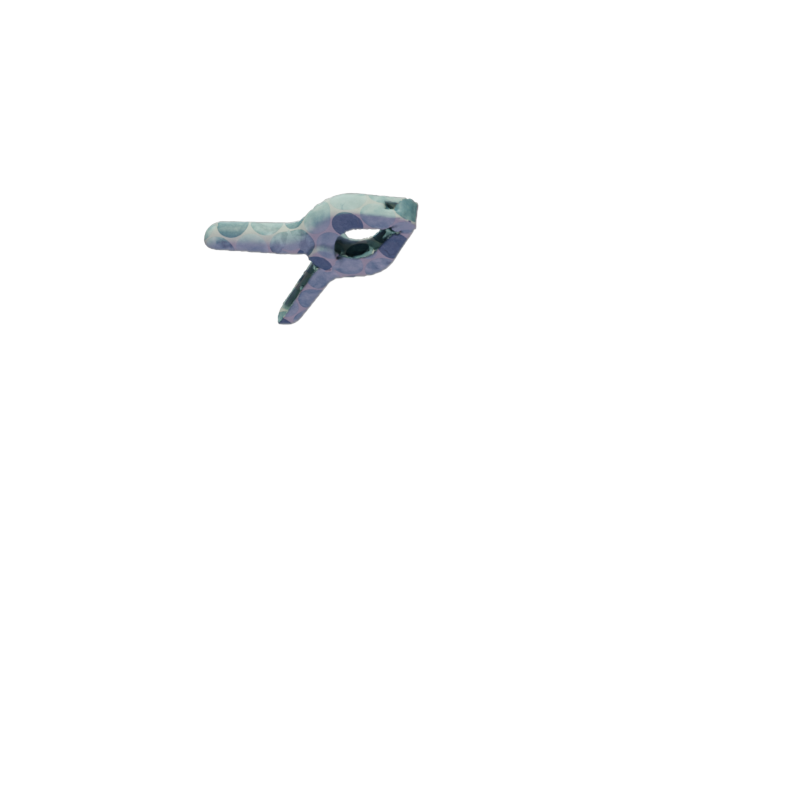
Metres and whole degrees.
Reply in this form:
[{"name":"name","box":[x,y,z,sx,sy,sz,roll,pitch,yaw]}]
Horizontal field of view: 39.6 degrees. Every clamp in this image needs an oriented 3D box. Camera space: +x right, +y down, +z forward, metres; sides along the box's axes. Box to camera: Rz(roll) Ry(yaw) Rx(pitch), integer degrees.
[{"name":"clamp","box":[-0.069,-0.127,0.887,0.171,0.042,0.112,-27,-46,30]}]
